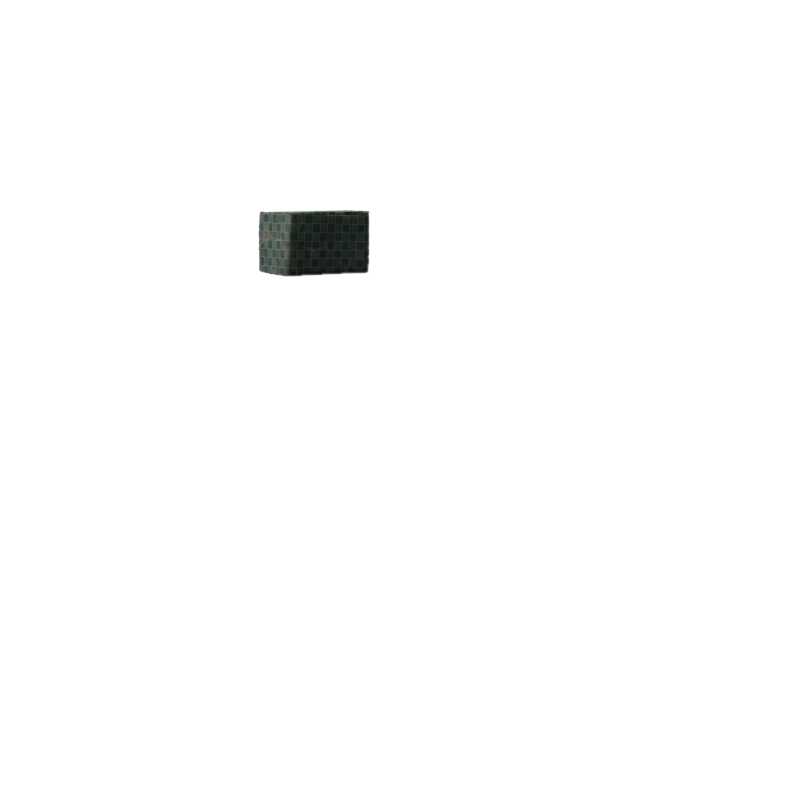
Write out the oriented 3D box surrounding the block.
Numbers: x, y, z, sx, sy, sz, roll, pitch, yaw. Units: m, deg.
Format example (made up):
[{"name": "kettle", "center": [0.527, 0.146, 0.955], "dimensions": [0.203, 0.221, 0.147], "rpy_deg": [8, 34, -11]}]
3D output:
[{"name": "block", "center": [-0.071, -0.130, 0.908], "dimensions": [0.075, 0.051, 0.055], "rpy_deg": [-6, 9, -33]}]
